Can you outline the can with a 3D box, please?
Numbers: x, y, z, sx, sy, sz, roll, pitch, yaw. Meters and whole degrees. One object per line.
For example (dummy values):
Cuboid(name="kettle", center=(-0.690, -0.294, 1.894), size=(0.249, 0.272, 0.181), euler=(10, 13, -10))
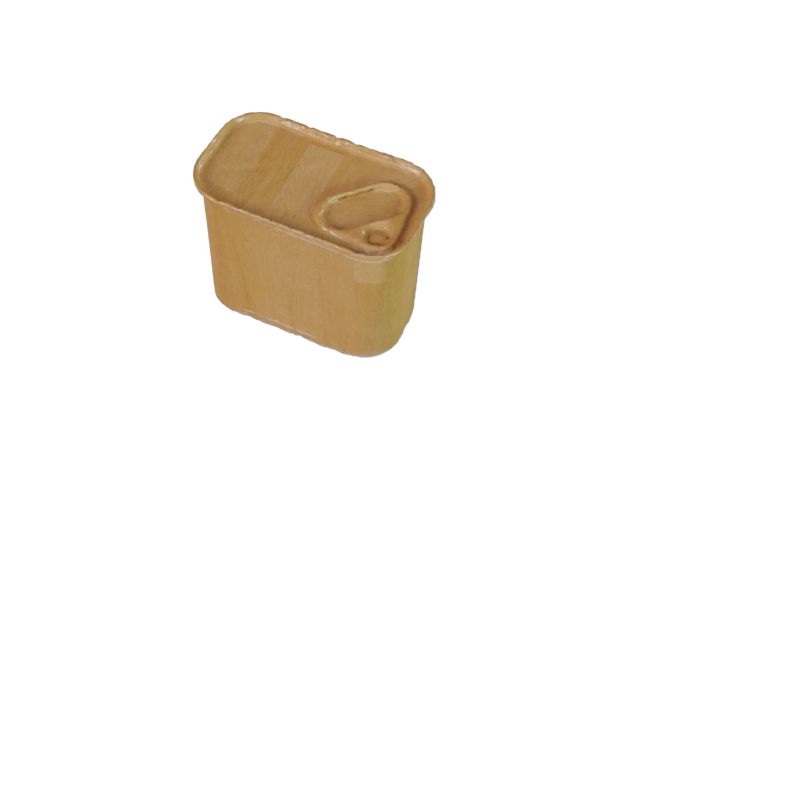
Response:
Cuboid(name="can", center=(-0.039, -0.072, 0.504), size=(0.105, 0.060, 0.078), euler=(22, -33, 14))
